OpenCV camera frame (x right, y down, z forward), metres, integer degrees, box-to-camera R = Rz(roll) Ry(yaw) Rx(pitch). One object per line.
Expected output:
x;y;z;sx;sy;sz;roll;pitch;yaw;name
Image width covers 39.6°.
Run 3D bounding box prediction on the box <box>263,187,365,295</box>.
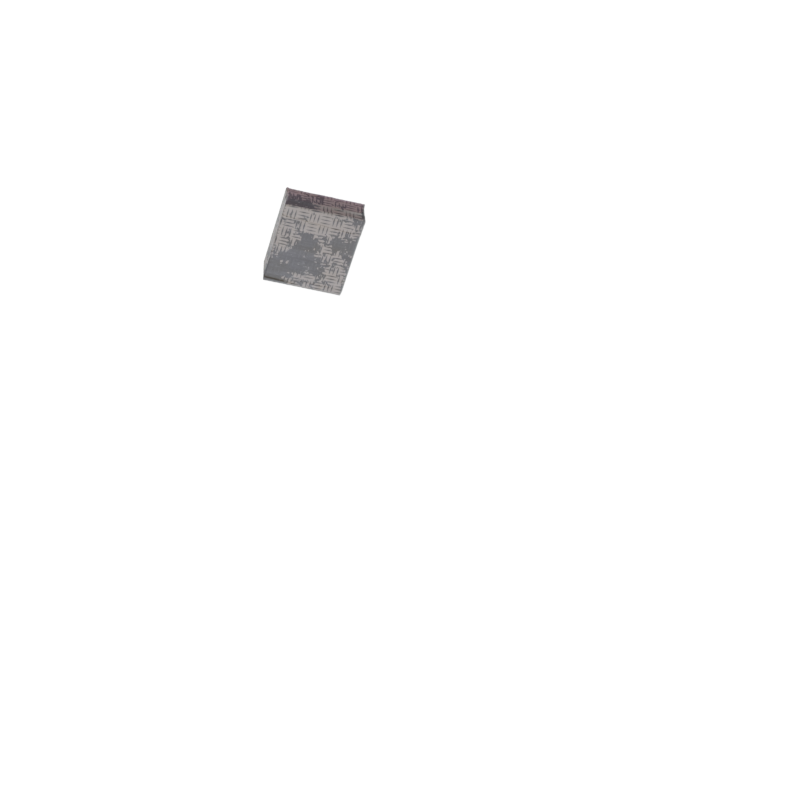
-0.077;-0.141;0.985;0.072;0.085;0.032;12;38;-10;box
